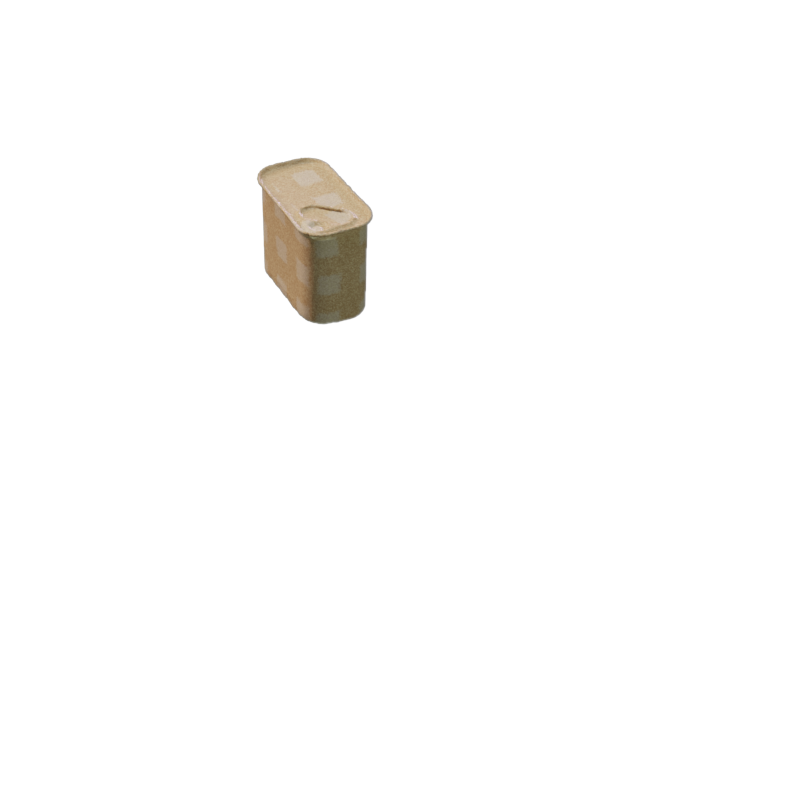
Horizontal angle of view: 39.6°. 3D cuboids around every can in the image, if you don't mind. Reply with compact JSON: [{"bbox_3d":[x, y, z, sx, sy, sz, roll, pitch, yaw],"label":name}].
[{"bbox_3d":[-0.064,-0.116,0.815,0.057,0.078,0.110,-16,42,-22],"label":"can"}]
